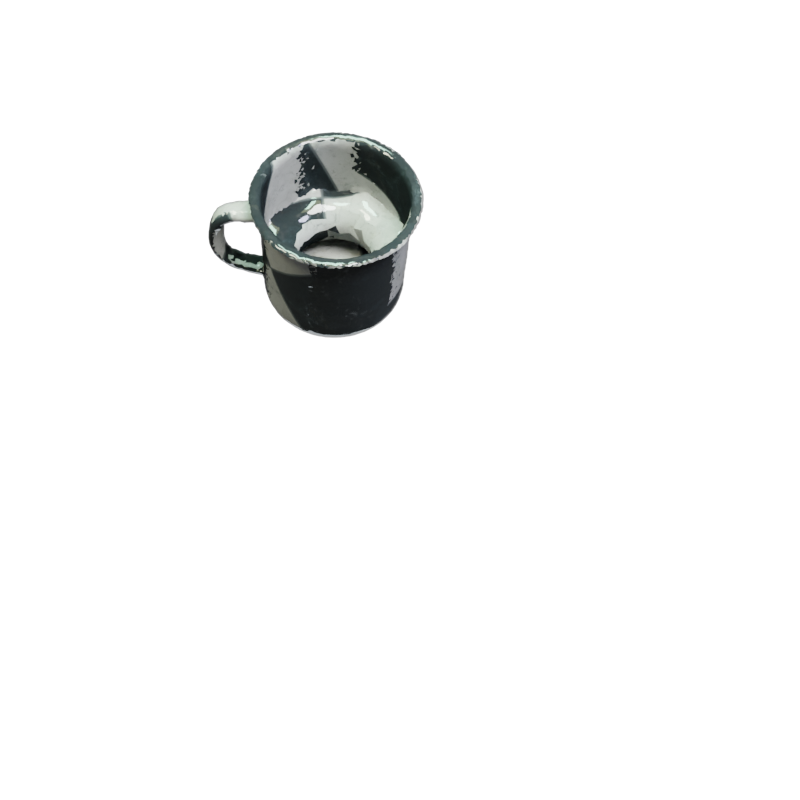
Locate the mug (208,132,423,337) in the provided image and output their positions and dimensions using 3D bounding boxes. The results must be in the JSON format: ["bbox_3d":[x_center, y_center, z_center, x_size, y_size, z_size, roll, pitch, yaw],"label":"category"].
[{"bbox_3d":[-0.049,-0.089,0.620,0.117,0.100,0.076,0,-34,-1],"label":"mug"}]
